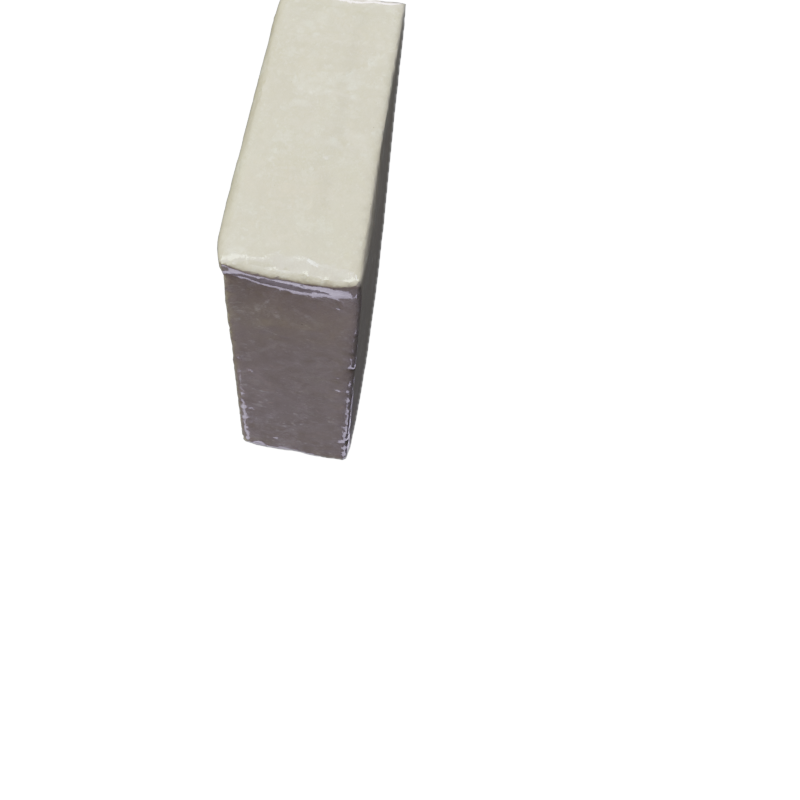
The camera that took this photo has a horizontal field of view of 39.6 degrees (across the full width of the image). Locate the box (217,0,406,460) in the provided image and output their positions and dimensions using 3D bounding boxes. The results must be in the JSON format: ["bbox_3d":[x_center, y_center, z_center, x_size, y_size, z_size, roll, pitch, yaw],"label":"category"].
[{"bbox_3d":[-0.047,-0.085,0.597,0.072,0.173,0.202,8,-27,0],"label":"box"}]
